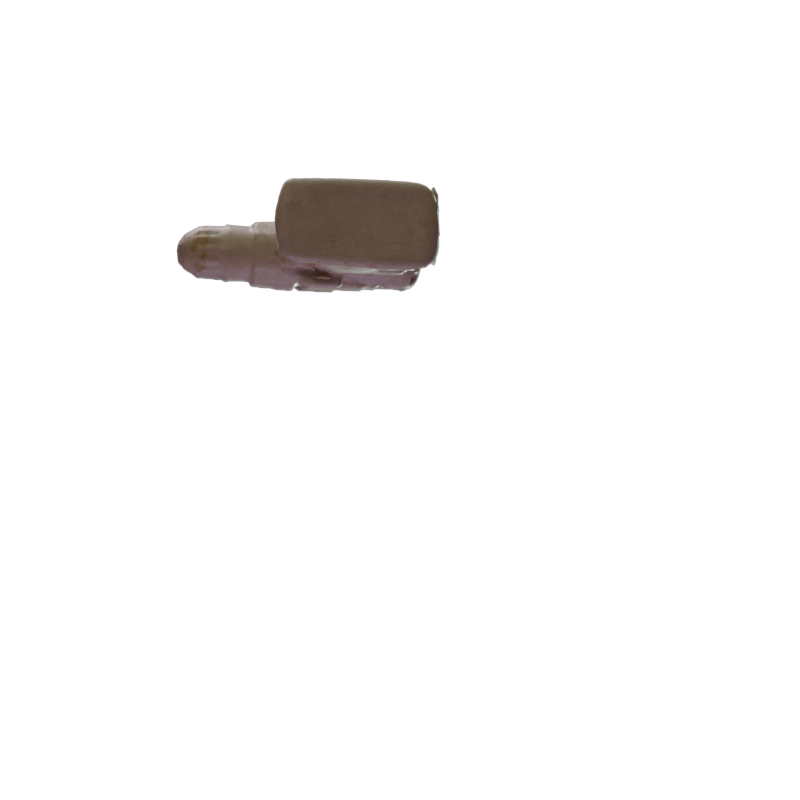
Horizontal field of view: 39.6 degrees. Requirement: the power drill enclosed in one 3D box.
[{"bbox_3d":[-0.060,-0.110,0.771,0.182,0.058,0.188,0,0,-11],"label":"power drill"}]
